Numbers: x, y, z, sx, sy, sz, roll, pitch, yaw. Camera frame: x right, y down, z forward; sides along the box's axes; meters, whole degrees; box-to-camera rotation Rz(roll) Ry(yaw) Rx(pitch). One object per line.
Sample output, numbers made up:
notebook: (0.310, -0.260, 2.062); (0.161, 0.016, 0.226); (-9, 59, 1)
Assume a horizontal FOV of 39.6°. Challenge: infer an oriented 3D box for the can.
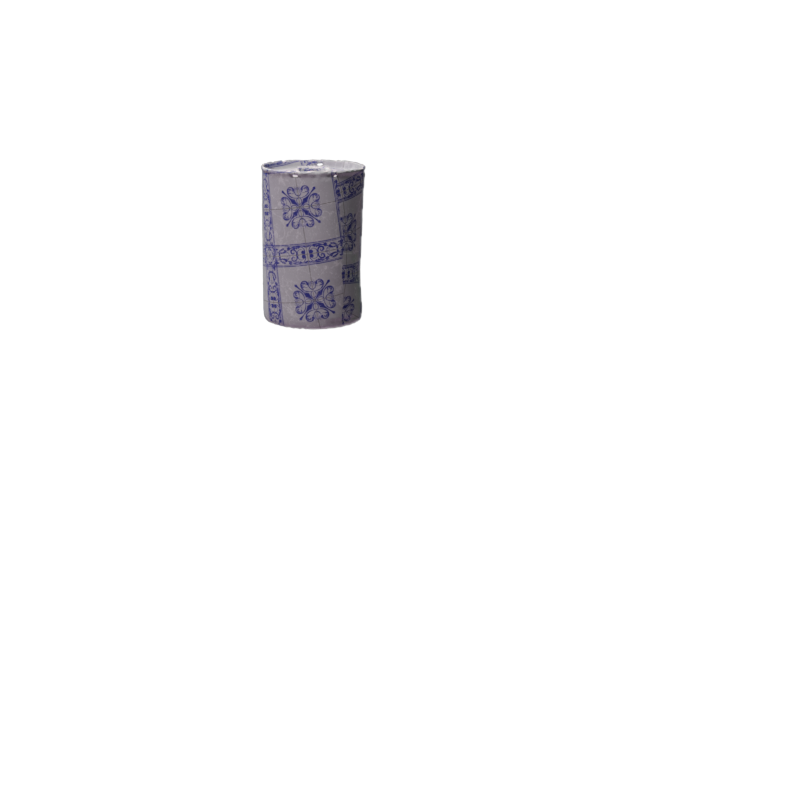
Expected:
can: (-0.057, -0.104, 0.728); (0.068, 0.099, 0.071); (0, 14, -2)
